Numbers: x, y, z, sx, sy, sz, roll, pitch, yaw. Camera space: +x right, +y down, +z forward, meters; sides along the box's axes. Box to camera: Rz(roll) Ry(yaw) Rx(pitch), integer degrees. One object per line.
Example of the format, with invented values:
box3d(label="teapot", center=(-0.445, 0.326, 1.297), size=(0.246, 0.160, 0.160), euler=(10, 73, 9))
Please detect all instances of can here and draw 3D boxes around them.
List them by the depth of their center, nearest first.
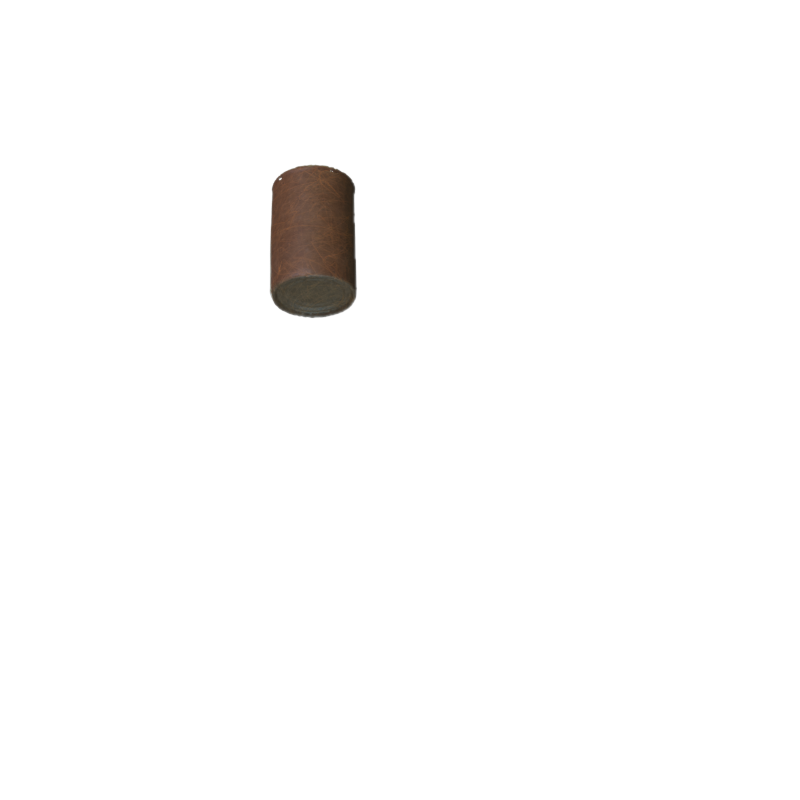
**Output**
box3d(label="can", center=(-0.068, -0.125, 0.873), size=(0.068, 0.109, 0.064), euler=(0, -30, -2))
